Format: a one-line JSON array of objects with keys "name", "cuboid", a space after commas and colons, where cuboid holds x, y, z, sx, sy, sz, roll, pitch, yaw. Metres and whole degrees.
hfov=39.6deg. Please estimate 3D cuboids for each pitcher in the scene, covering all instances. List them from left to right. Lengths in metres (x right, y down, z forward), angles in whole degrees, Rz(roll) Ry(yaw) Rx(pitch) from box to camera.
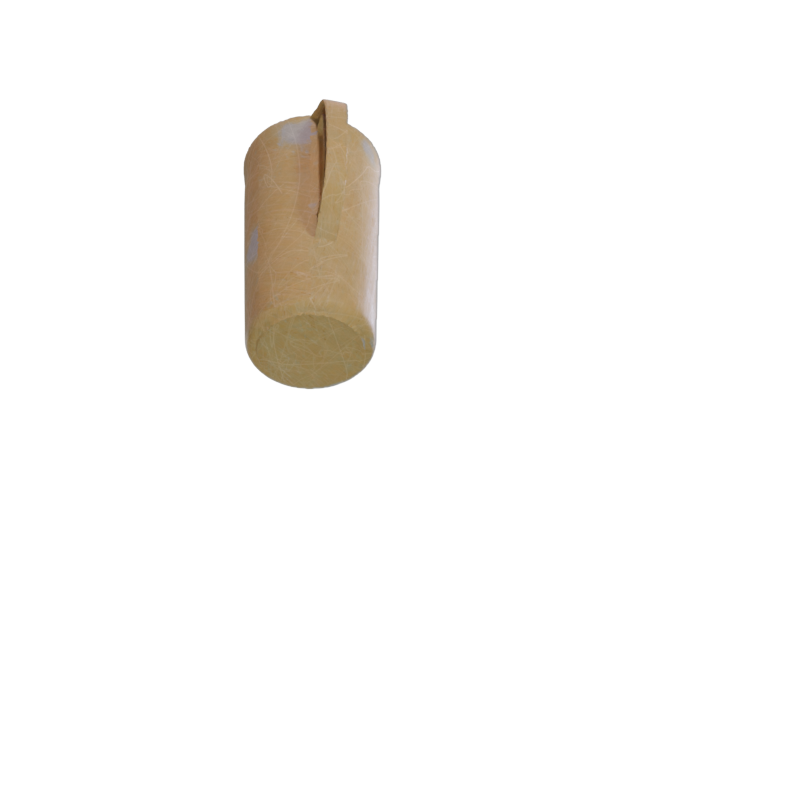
[{"name": "pitcher", "cuboid": [-0.077, -0.140, 0.980, 0.145, 0.261, 0.138, -23, -47, 19]}]
